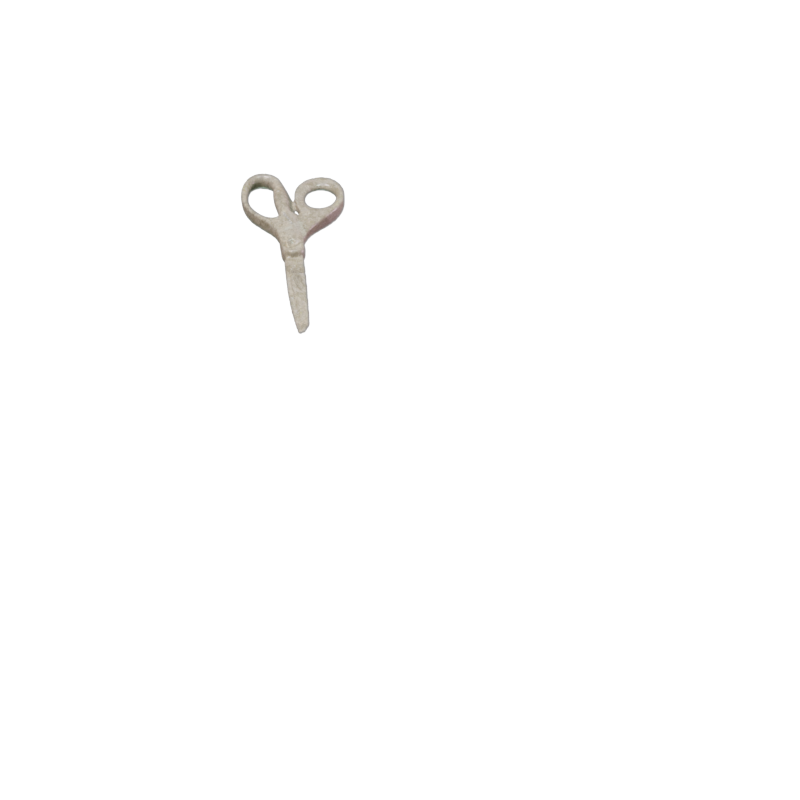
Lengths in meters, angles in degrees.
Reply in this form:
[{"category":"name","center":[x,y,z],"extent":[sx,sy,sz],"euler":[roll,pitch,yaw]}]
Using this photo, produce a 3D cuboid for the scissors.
[{"category":"scissors","center":[-0.070,-0.127,0.892],"extent":[0.095,0.015,0.219],"euler":[-15,44,-16]}]
